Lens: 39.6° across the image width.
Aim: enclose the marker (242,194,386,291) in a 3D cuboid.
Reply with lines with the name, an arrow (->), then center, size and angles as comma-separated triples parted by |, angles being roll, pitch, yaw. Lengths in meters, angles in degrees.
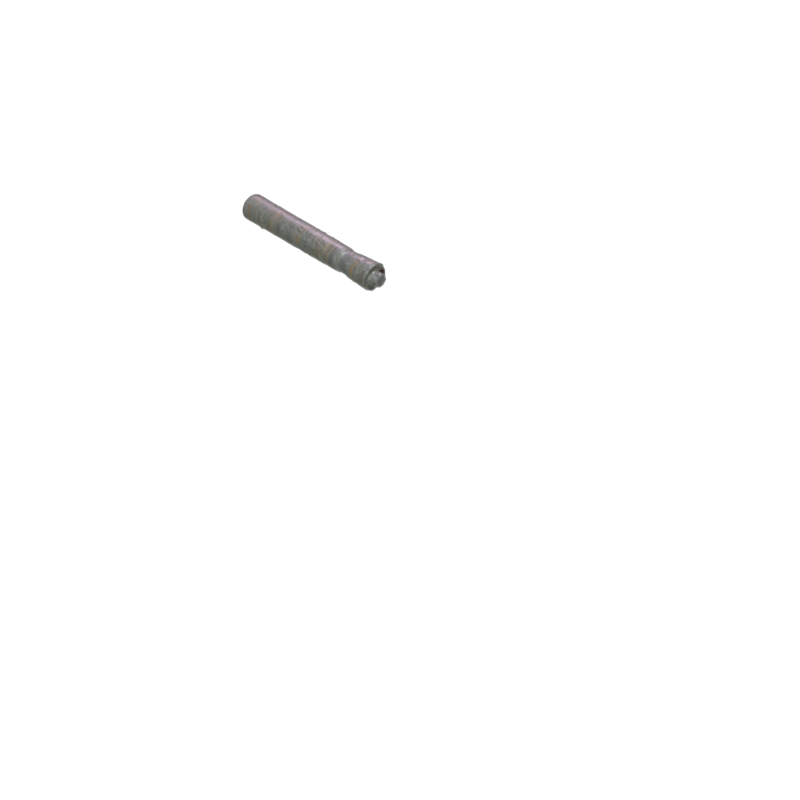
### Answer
marker -> -0.055, -0.101, 0.707 | 0.129, 0.019, 0.019 | 34, 24, 35
